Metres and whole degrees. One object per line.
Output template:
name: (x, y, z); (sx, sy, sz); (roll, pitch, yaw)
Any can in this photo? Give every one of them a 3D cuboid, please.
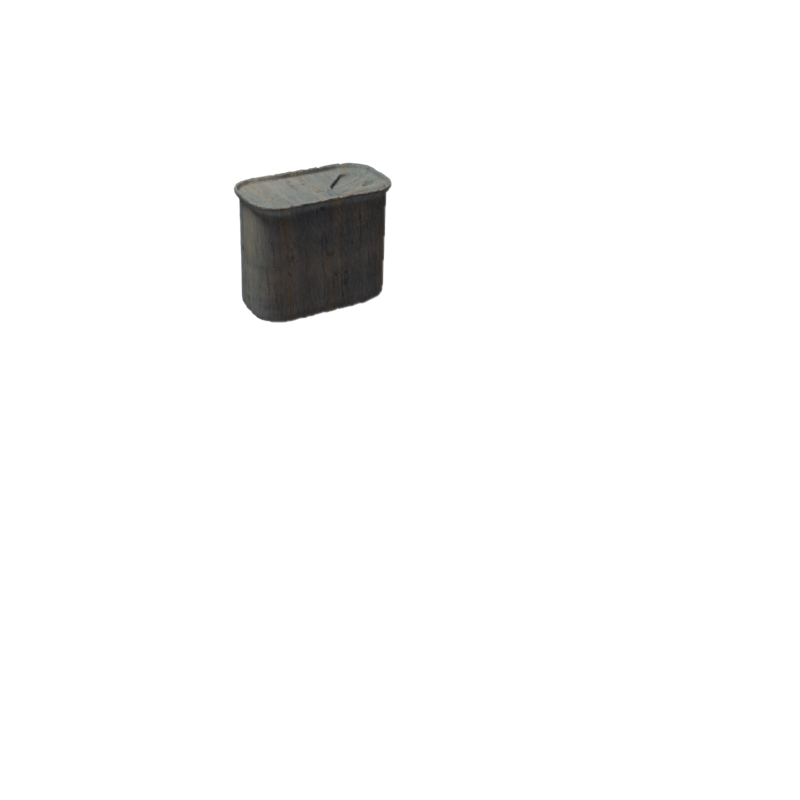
can: (-0.058, -0.106, 0.743); (0.100, 0.079, 0.062); (-14, 31, -26)
